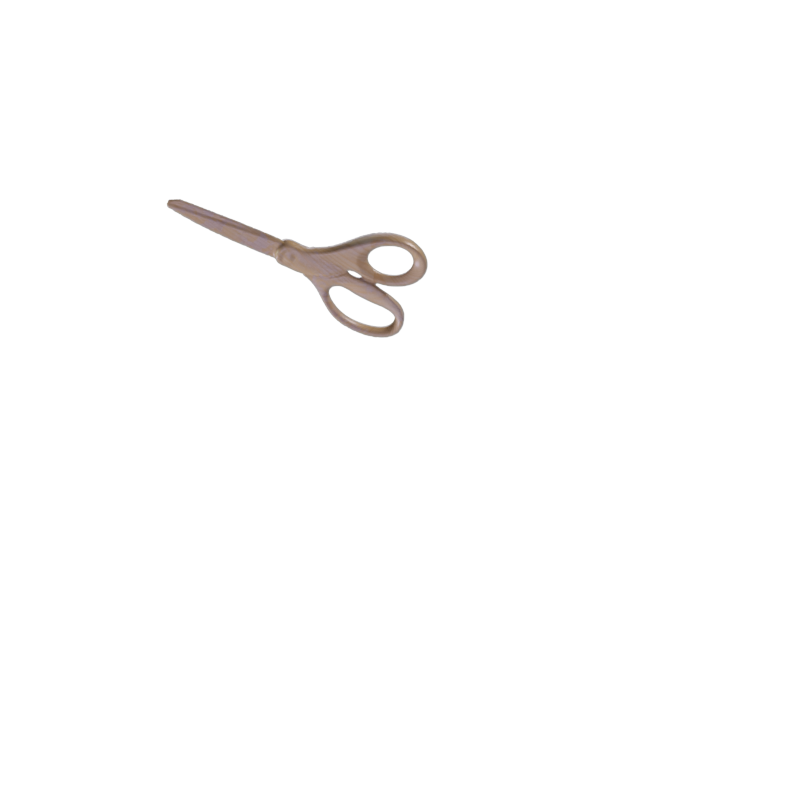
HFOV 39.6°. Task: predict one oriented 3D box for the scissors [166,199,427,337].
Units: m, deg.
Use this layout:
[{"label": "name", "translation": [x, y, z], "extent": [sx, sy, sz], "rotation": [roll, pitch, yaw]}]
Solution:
[{"label": "scissors", "translation": [-0.064, -0.117, 0.819], "extent": [0.192, 0.095, 0.017], "rotation": [37, 25, -21]}]
